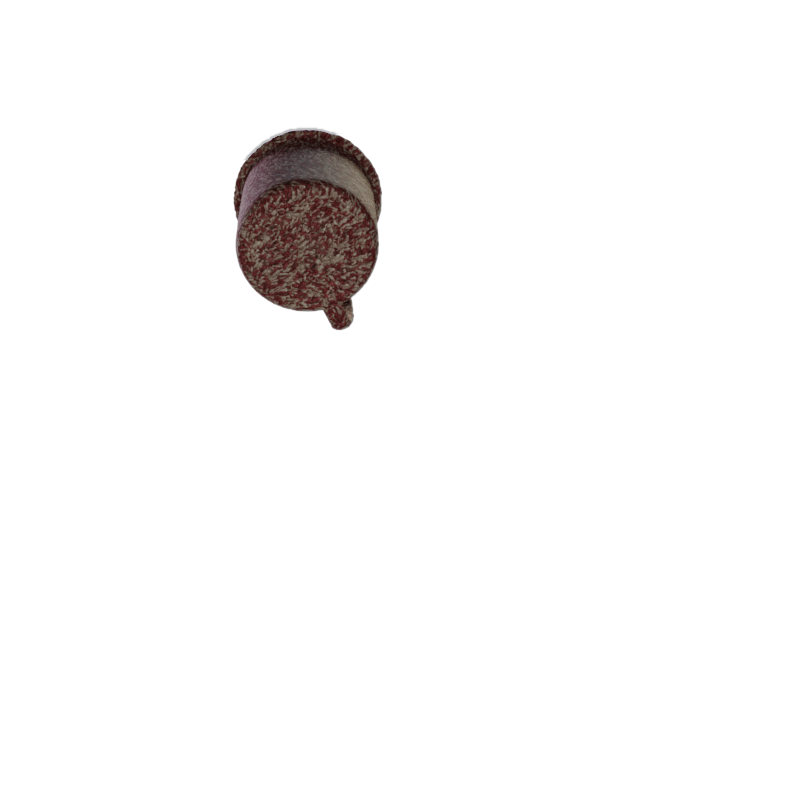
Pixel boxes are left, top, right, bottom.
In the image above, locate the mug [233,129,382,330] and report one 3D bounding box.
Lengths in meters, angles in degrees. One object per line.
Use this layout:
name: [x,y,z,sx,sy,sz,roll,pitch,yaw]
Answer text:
mug: [-0.052,-0.095,0.662,0.093,0.110,0.086,-14,26,5]
